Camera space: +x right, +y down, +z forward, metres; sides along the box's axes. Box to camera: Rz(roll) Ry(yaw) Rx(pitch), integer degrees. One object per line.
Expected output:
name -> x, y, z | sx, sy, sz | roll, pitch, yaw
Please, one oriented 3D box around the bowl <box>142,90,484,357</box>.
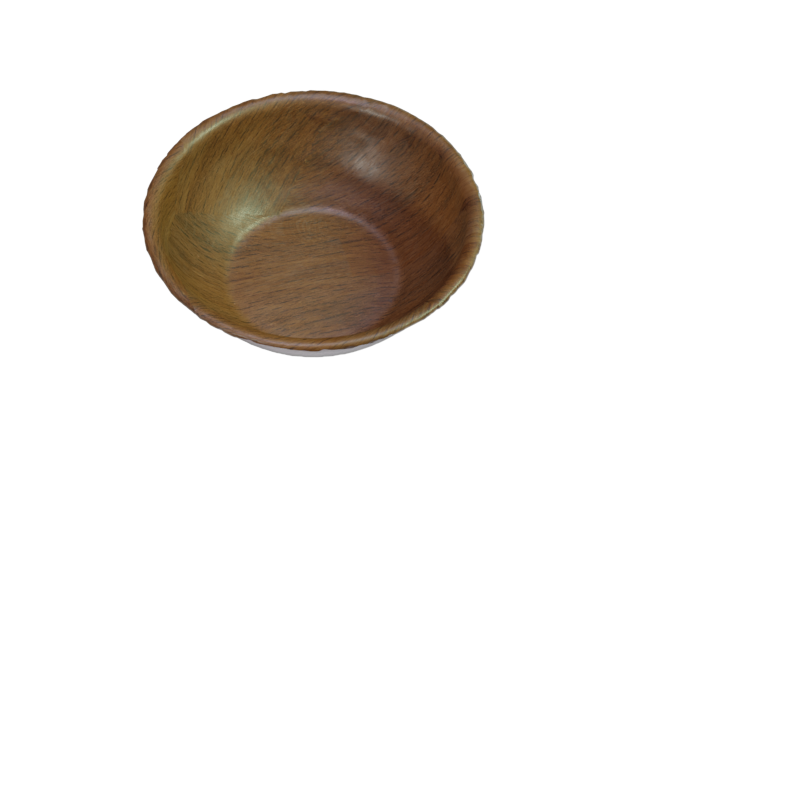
bowl -> -0.043, -0.078, 0.544 | 0.162, 0.174, 0.051 | -1, -37, -1
